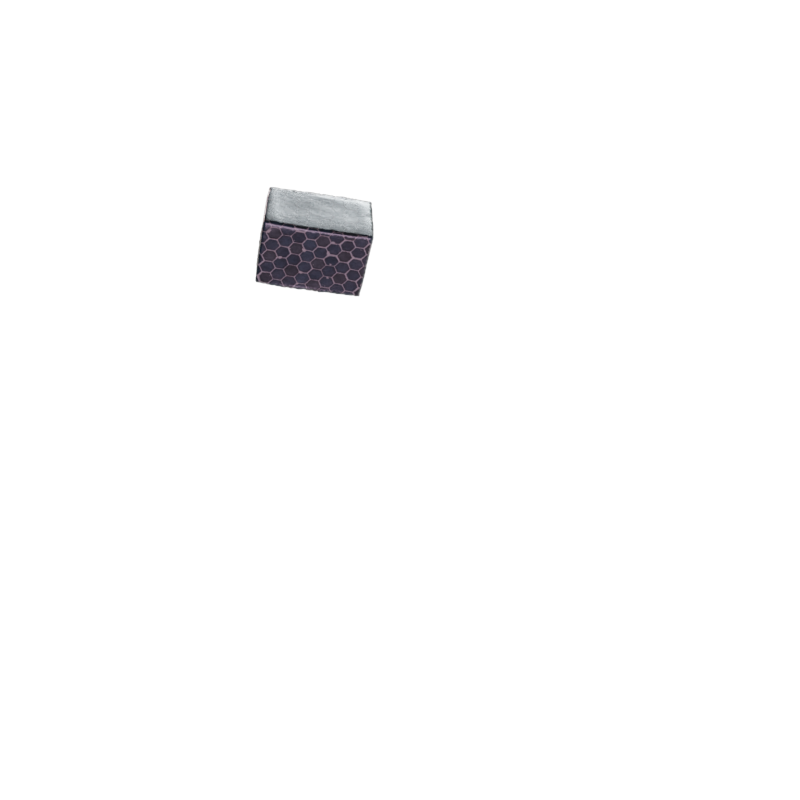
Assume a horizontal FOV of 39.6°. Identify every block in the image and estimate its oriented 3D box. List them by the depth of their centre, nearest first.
[{"bbox_3d":[-0.062,-0.113,0.791,0.077,0.050,0.055,8,35,-7],"label":"block"}]
